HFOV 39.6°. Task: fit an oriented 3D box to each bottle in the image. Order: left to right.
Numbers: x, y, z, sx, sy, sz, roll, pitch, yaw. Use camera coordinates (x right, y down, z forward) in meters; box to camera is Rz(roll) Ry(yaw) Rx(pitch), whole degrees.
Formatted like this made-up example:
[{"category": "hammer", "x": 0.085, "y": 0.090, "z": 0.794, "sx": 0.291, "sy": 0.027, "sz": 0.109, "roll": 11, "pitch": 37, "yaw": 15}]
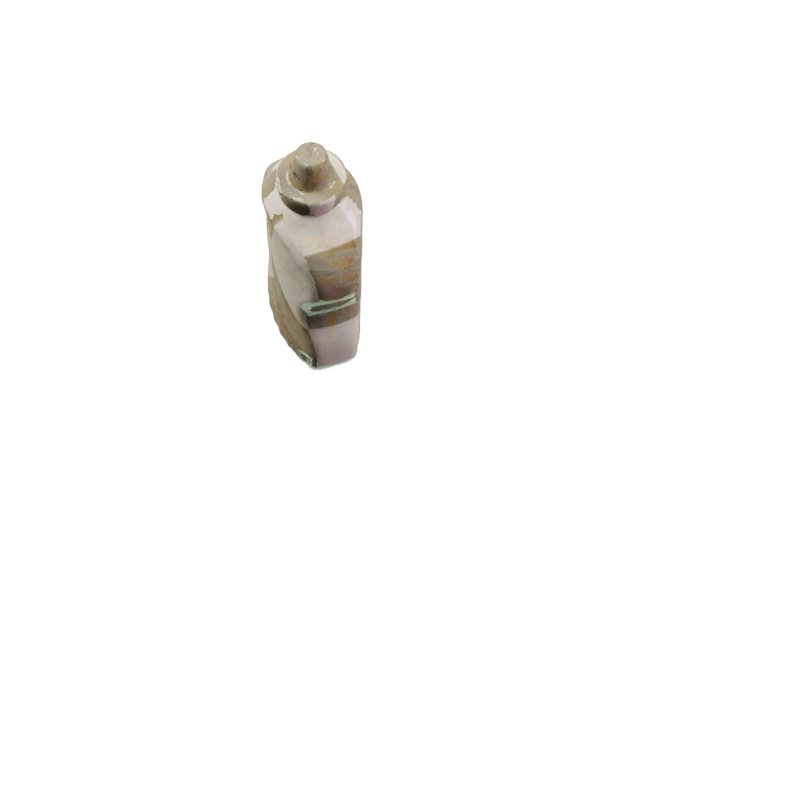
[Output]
[{"category": "bottle", "x": -0.055, "y": -0.100, "z": 0.699, "sx": 0.058, "sy": 0.102, "sz": 0.181, "roll": -15, "pitch": -24, "yaw": -11}]
